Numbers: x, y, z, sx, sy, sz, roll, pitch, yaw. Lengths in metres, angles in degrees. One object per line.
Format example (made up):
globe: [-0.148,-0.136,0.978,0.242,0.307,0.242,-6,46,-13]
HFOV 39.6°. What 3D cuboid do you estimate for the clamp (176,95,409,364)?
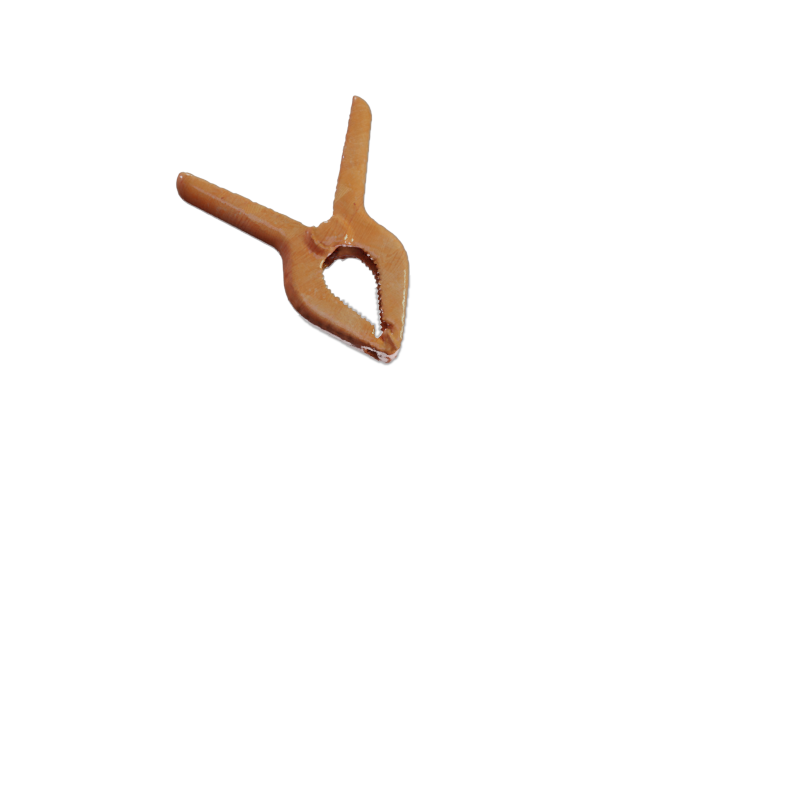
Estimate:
clamp: [-0.065,-0.118,0.829,0.164,0.222,0.035,-20,-21,-8]
